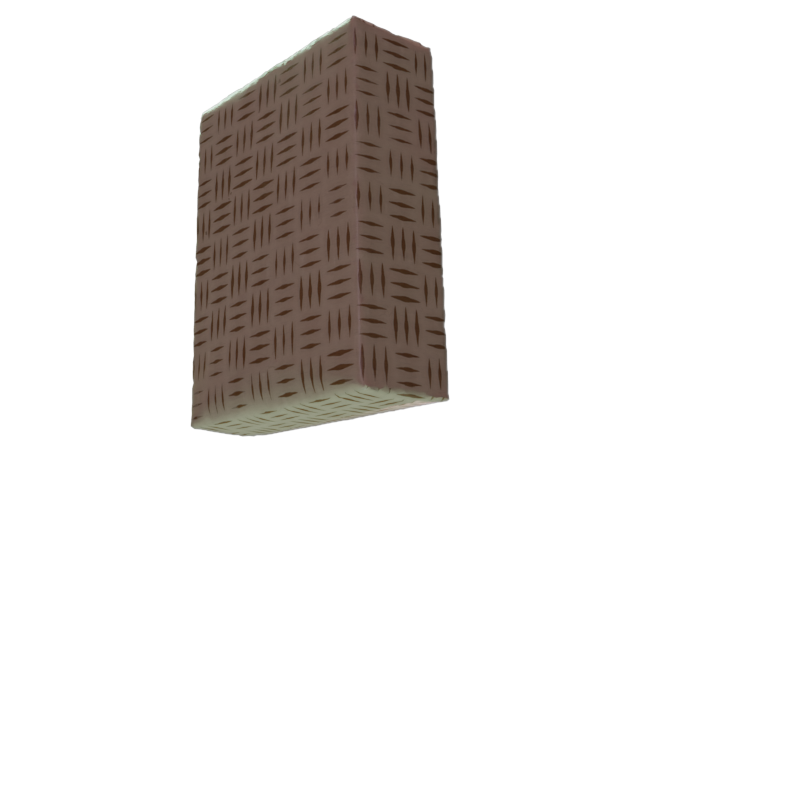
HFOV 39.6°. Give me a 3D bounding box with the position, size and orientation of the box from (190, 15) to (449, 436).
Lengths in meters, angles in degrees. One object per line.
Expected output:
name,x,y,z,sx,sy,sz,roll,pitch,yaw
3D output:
box,-0.052,-0.095,0.664,0.068,0.223,0.166,14,-21,-39
